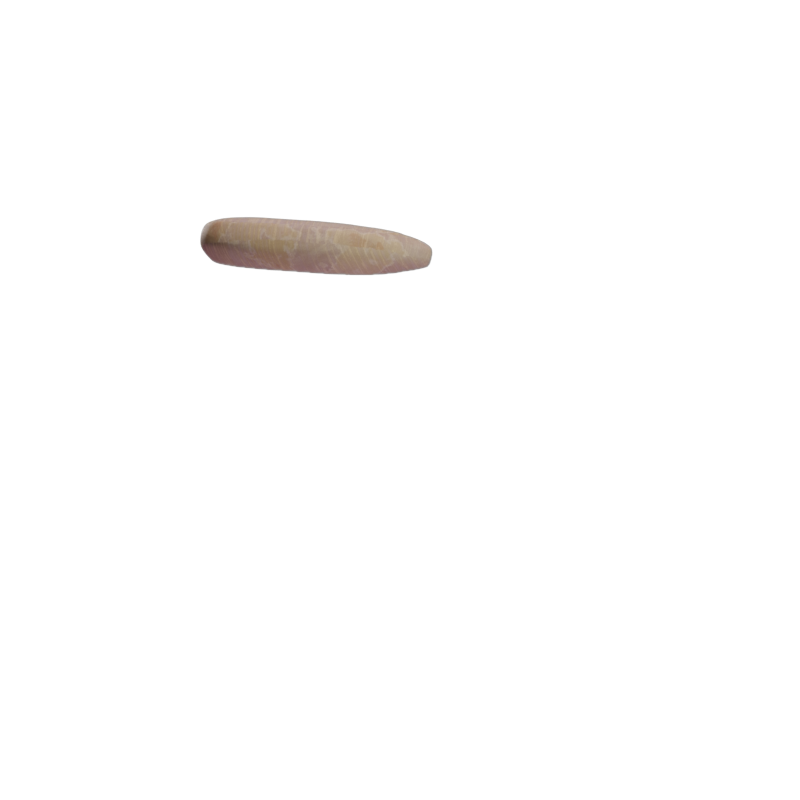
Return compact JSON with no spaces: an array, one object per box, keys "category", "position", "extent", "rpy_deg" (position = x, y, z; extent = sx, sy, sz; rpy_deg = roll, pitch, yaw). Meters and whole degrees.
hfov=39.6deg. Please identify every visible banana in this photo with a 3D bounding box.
[{"category":"banana","position":[-0.076,-0.112,0.791],"extent":[0.207,0.036,0.068],"rpy_deg":[9,15,35]}]
